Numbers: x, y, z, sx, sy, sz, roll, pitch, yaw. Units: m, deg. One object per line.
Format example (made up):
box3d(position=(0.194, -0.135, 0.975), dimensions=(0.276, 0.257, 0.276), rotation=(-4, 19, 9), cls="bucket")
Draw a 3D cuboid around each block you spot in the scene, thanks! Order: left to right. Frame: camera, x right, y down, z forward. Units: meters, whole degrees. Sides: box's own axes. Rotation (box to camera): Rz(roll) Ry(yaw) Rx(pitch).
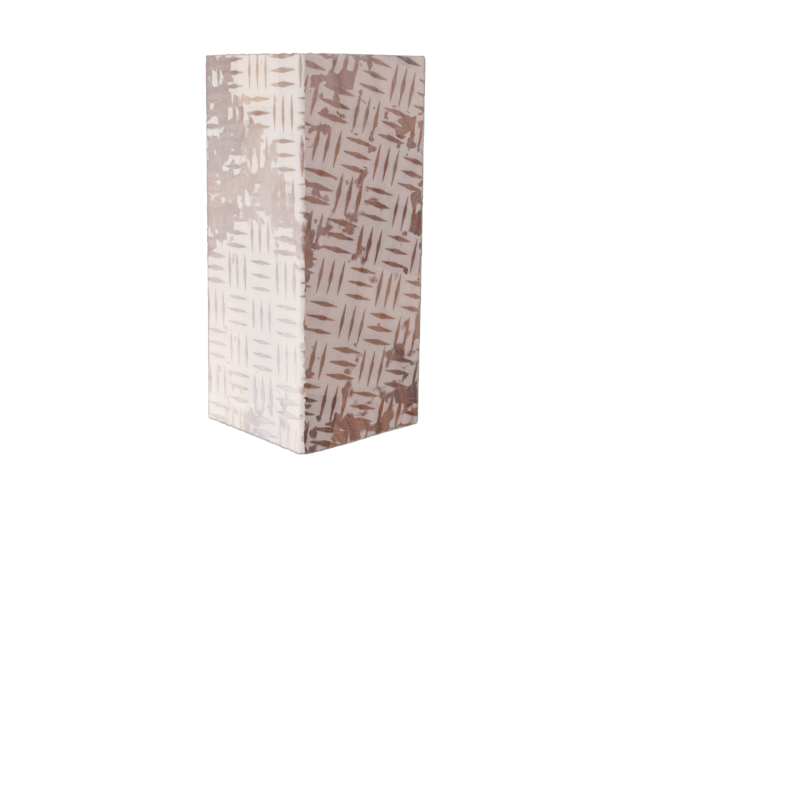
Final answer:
box3d(position=(-0.048, -0.088, 0.618), dimensions=(0.087, 0.202, 0.095), rotation=(-8, 13, -42), cls="block")
